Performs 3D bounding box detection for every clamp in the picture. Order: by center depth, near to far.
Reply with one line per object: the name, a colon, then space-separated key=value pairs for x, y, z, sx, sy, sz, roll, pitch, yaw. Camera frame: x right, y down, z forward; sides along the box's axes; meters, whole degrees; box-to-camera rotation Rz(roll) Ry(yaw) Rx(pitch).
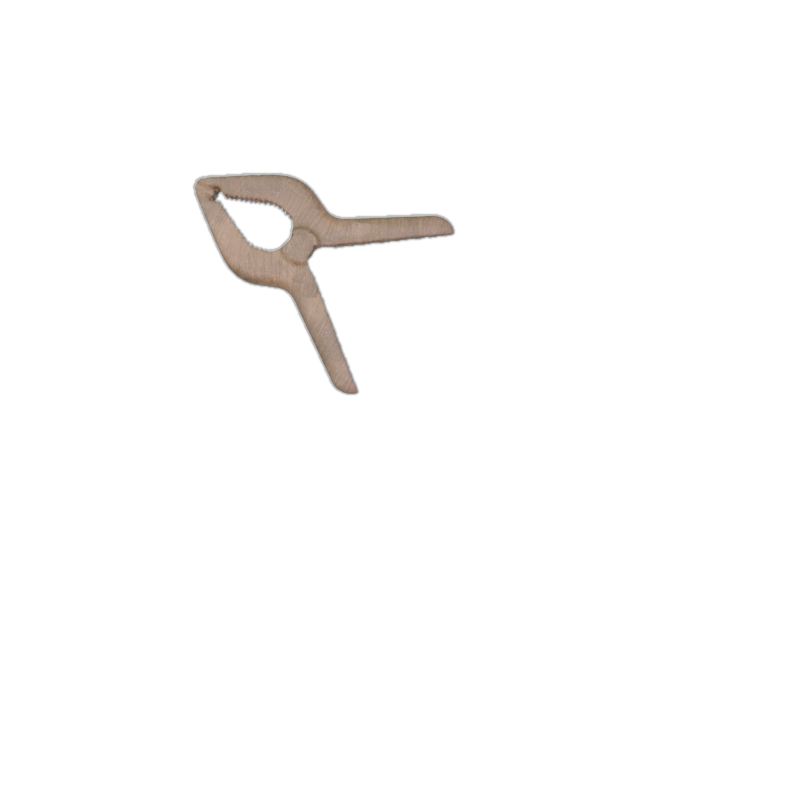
clamp: x=-0.071 y=-0.130 z=0.913 sx=0.212 sy=0.165 sz=0.036 roll=38 pitch=-6 yaw=5
